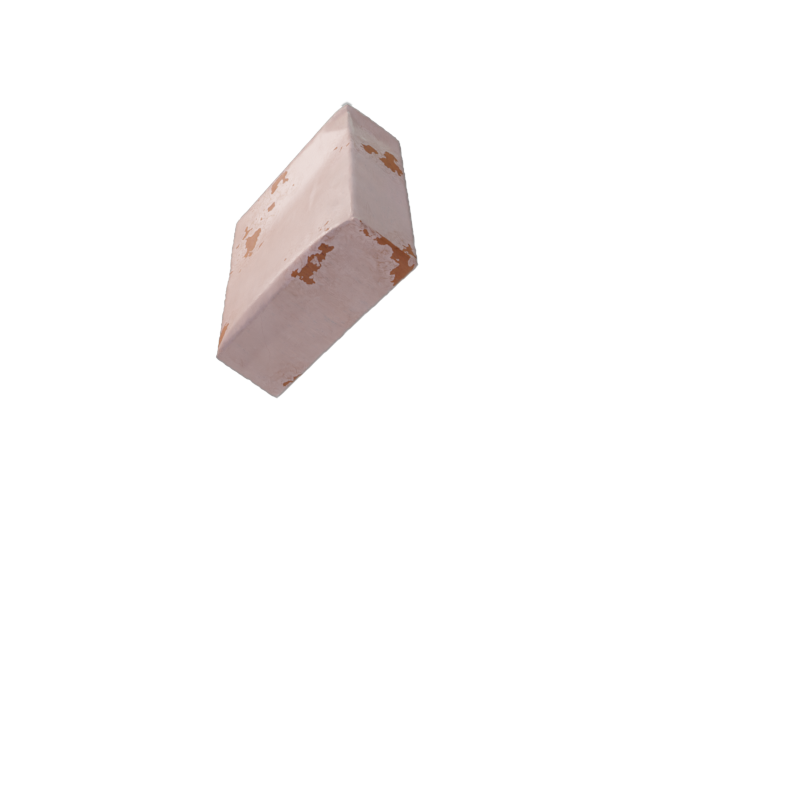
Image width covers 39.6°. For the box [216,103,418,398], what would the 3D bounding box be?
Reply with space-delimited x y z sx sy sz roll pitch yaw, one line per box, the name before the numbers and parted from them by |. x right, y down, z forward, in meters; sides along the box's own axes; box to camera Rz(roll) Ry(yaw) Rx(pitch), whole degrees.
box | -0.071 -0.130 0.911 0.068 0.162 0.228 36 26 -26
